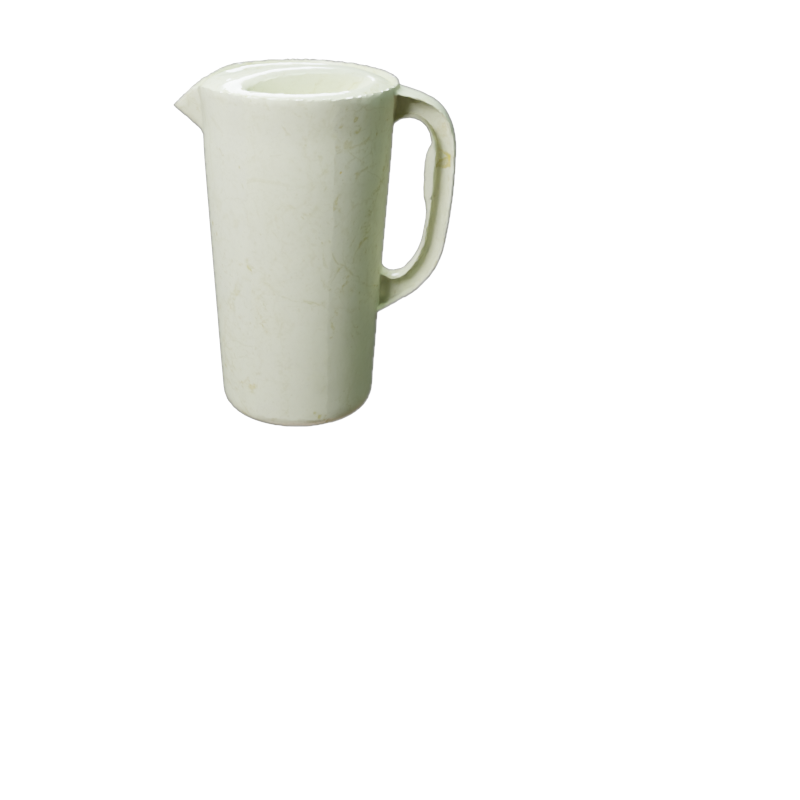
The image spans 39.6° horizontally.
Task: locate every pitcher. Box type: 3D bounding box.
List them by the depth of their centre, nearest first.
[{"bbox_3d":[-0.060,-0.109,0.767,0.143,0.232,0.159,-18,30,-39],"label":"pitcher"}]
